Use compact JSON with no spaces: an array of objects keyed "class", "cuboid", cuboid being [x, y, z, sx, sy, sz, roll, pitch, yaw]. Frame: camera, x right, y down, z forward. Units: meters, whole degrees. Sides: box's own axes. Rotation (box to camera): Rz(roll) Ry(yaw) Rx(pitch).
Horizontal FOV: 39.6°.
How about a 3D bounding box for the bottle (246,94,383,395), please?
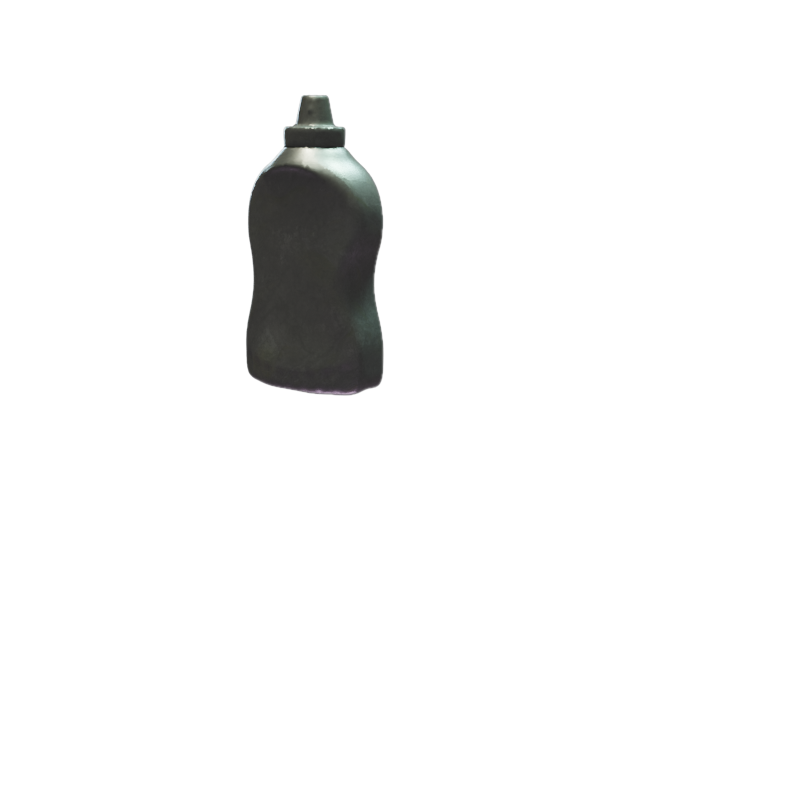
[{"class":"bottle","cuboid":[-0.057,-0.105,0.732,0.100,0.189,0.057,6,9,37]}]
